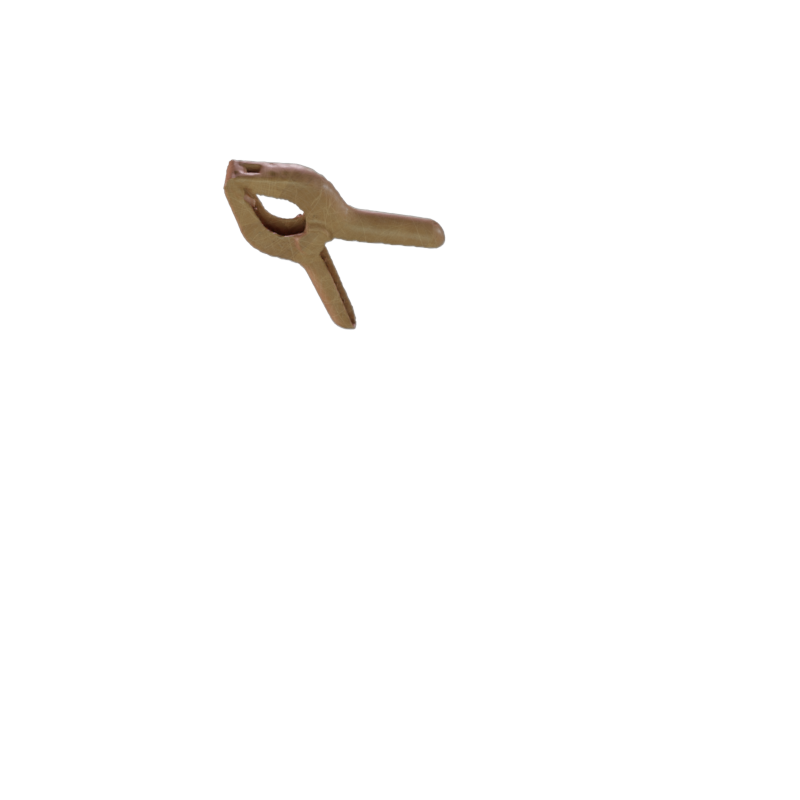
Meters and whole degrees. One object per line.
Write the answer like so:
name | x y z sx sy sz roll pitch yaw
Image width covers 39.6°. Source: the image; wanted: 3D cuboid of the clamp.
clamp | -0.066 -0.120 0.843 0.166 0.116 0.042 26 28 -15
